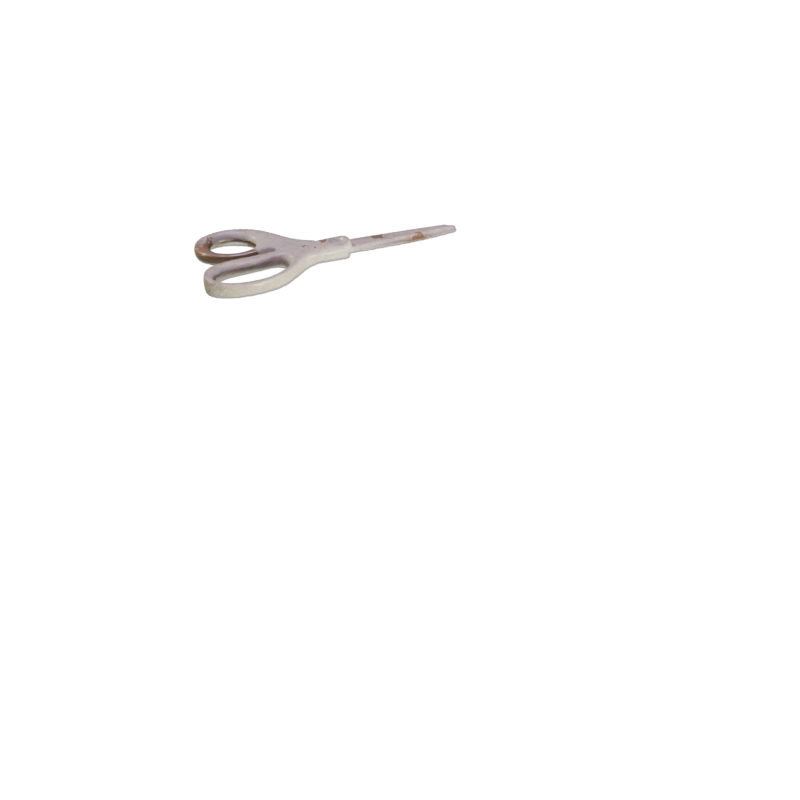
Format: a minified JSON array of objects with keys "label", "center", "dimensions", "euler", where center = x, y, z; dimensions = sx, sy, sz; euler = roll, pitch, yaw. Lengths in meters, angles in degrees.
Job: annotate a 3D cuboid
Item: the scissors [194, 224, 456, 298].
[{"label":"scissors","center":[-0.064,-0.118,0.823],"dimensions":[0.199,0.015,0.103],"euler":[-23,39,-32]}]
